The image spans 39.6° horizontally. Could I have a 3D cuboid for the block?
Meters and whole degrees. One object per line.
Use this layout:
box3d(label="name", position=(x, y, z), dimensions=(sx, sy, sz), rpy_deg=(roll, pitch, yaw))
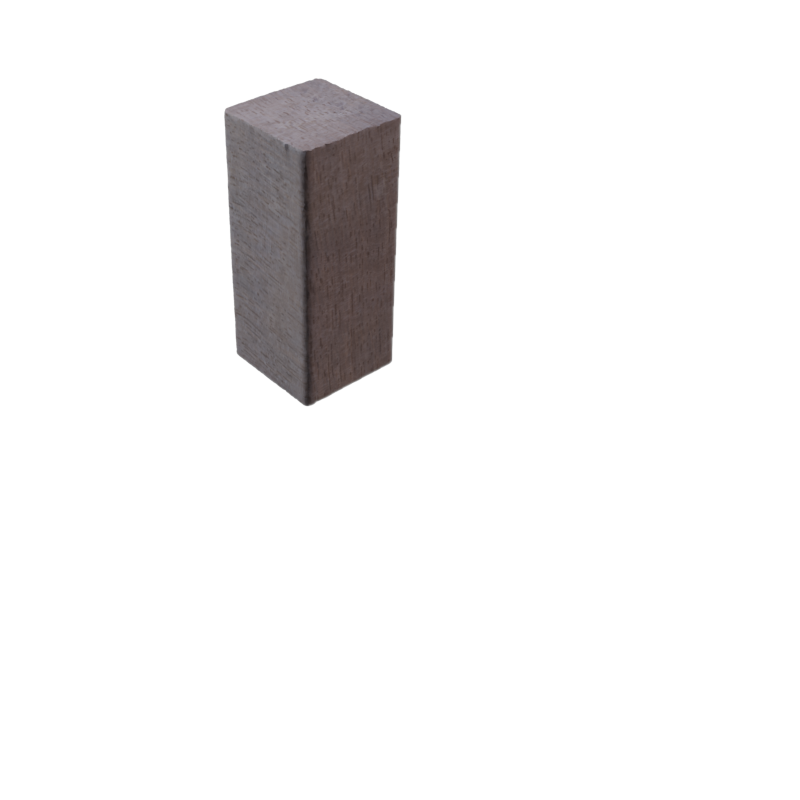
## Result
box3d(label="block", position=(-0.063, -0.114, 0.803), dimensions=(0.090, 0.193, 0.097), rpy_deg=(-25, 43, -35))
